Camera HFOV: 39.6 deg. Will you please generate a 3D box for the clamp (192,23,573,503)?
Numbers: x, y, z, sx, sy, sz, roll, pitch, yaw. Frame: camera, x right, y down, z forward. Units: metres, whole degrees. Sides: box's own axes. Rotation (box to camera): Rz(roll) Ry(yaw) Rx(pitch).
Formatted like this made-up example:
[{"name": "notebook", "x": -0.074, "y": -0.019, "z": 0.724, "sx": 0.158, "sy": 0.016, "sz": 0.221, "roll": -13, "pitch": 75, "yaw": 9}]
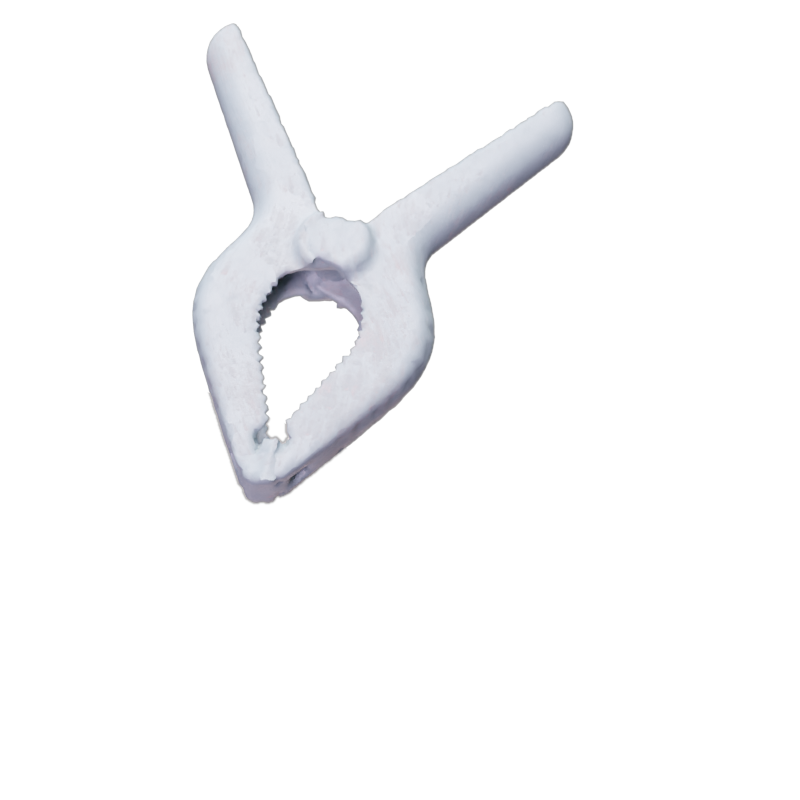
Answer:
[{"name": "clamp", "x": -0.035, "y": -0.065, "z": 0.452, "sx": 0.168, "sy": 0.218, "sz": 0.034, "roll": 19, "pitch": -27, "yaw": 10}]
